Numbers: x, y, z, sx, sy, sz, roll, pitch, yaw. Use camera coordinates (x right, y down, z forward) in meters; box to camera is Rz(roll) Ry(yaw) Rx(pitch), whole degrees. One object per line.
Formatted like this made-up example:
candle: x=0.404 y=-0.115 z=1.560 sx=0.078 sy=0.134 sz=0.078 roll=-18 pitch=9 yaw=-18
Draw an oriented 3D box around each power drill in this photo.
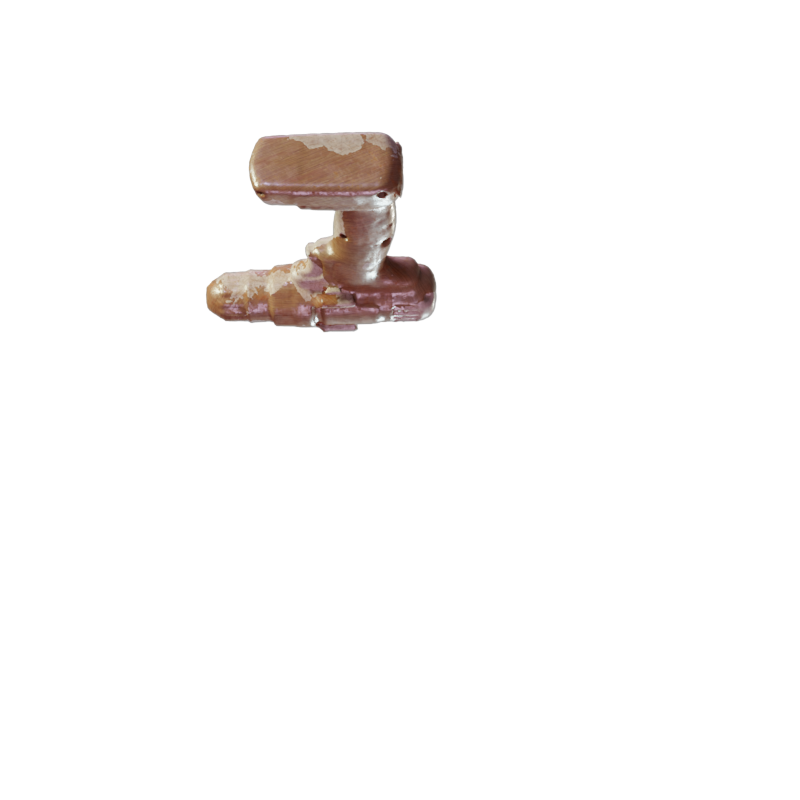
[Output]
power drill: x=-0.065 y=-0.119 z=0.833 sx=0.185 sy=0.061 sz=0.175 roll=-2 pitch=-31 yaw=2
